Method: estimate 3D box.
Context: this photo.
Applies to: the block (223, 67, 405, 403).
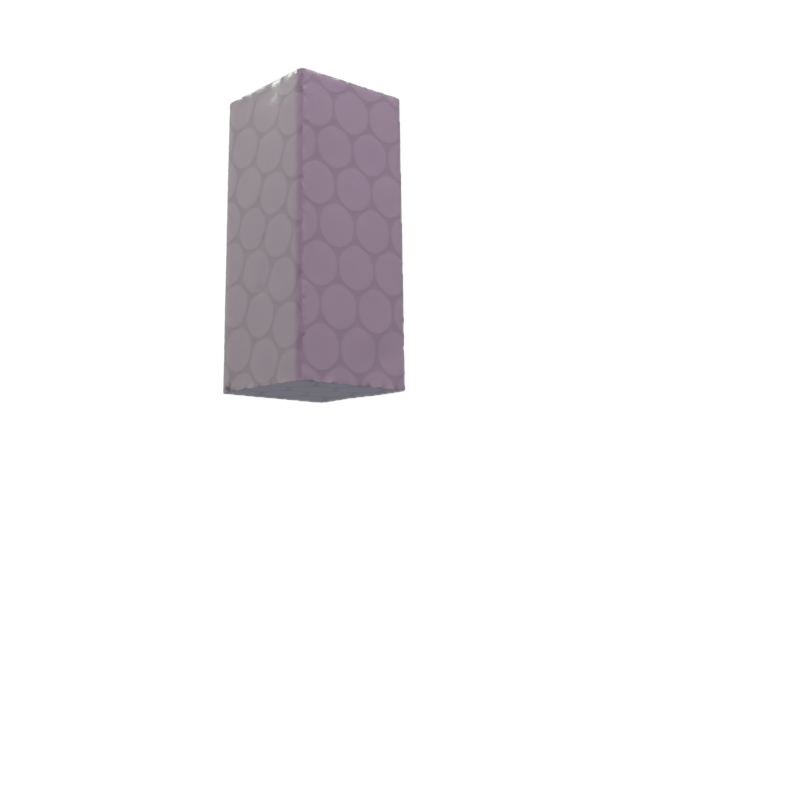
[{"bbox_3d":[-0.060,-0.108,0.759,0.086,0.213,0.092,10,-17,-40],"label":"block"}]
